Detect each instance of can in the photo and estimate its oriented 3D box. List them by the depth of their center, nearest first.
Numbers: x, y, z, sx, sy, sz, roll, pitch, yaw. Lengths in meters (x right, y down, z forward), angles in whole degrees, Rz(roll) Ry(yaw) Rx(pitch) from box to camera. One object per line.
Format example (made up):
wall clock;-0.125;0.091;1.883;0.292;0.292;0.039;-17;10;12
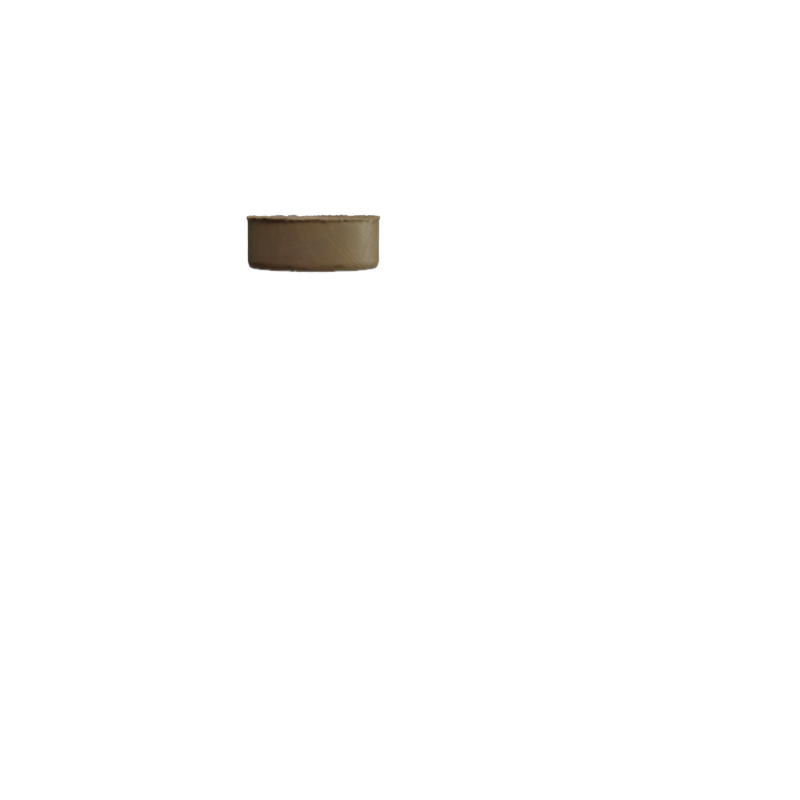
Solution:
can;-0.056;-0.101;0.710;0.086;0.033;0.087;0;10;-2
